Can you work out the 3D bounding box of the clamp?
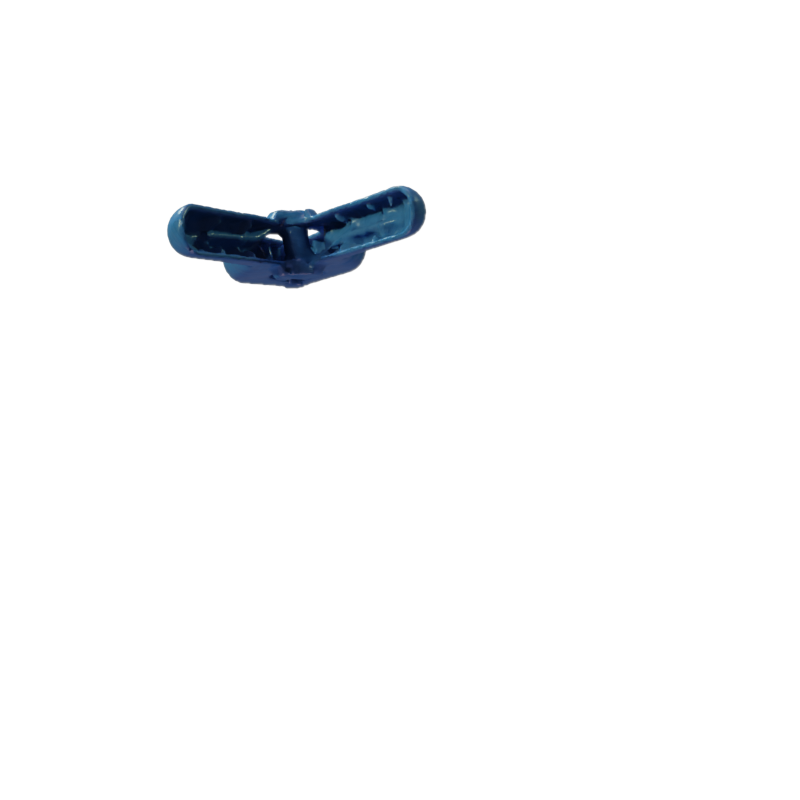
[{"bbox_3d":[-0.046,-0.083,0.584,0.121,0.039,0.169,0,2,4],"label":"clamp"}]
